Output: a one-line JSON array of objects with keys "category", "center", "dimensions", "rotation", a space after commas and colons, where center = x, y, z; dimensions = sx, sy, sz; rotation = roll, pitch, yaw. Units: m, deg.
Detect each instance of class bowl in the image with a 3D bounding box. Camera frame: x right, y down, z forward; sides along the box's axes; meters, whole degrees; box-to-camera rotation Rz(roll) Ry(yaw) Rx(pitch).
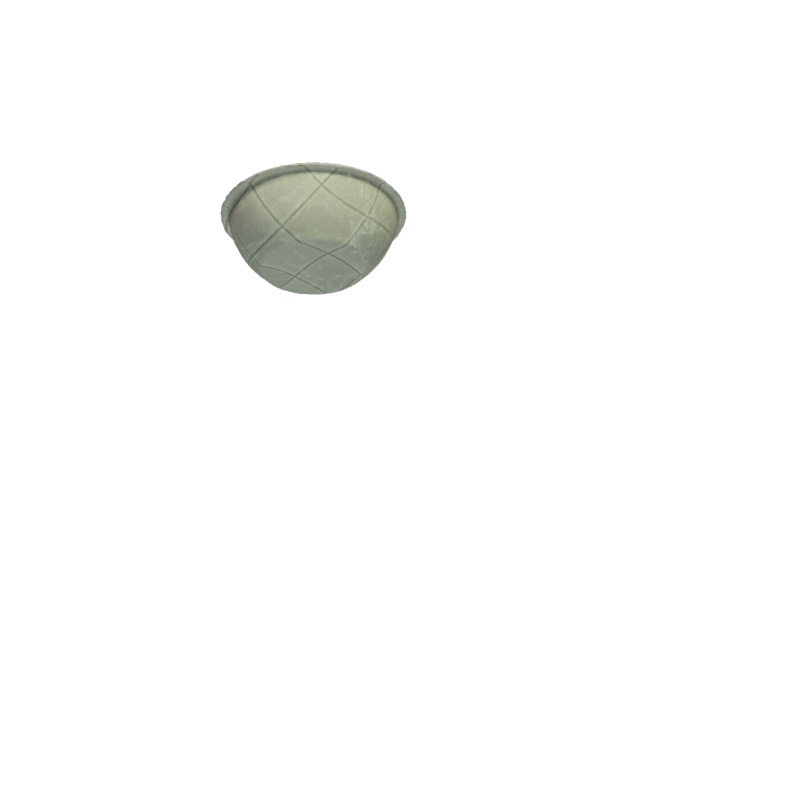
[{"category": "bowl", "center": [-0.075, -0.136, 0.952], "dimensions": [0.162, 0.058, 0.153], "rotation": [1, -27, -2]}]
